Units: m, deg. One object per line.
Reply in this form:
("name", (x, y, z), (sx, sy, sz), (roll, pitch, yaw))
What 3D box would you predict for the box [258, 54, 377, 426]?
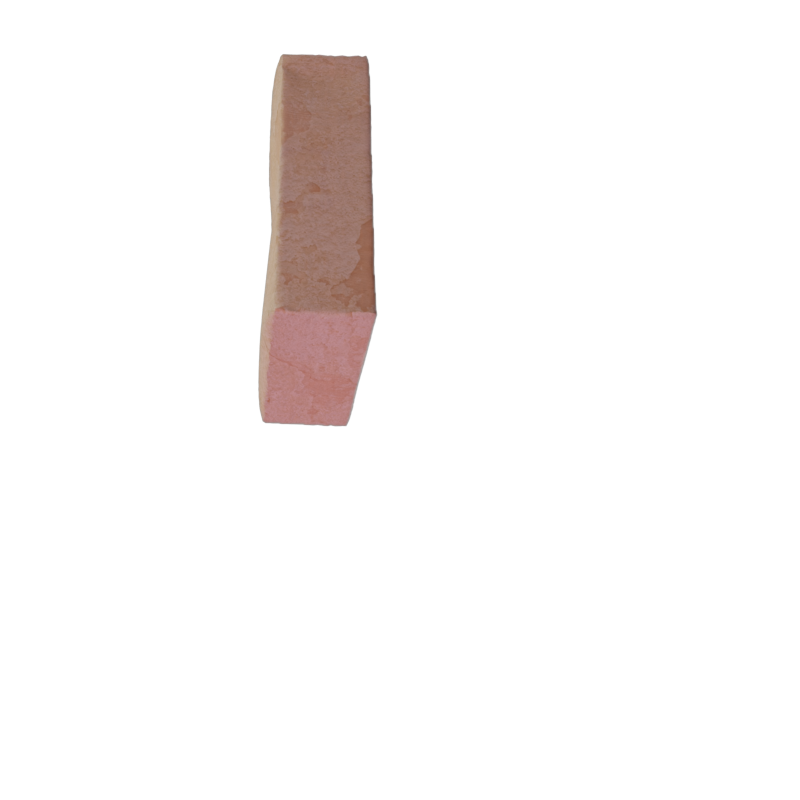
("box", (-0.062, -0.112, 0.787), (0.071, 0.228, 0.155), (2, -30, -8))
